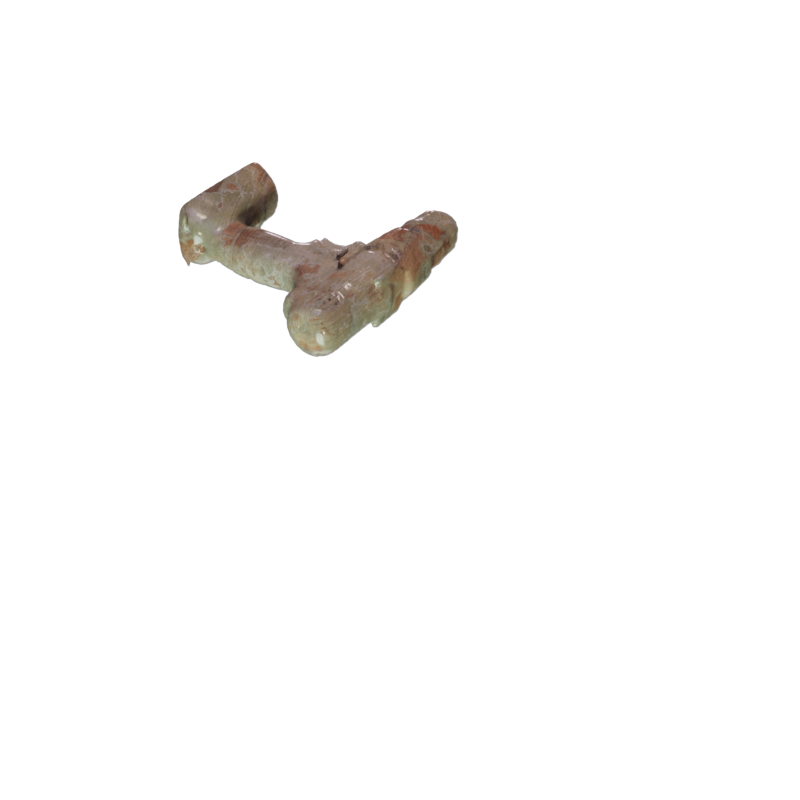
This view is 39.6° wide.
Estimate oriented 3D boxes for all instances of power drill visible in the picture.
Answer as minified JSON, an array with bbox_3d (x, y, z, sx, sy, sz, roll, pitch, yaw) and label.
[{"bbox_3d":[-0.070,-0.127,0.890,0.199,0.054,0.186,27,47,28],"label":"power drill"}]
